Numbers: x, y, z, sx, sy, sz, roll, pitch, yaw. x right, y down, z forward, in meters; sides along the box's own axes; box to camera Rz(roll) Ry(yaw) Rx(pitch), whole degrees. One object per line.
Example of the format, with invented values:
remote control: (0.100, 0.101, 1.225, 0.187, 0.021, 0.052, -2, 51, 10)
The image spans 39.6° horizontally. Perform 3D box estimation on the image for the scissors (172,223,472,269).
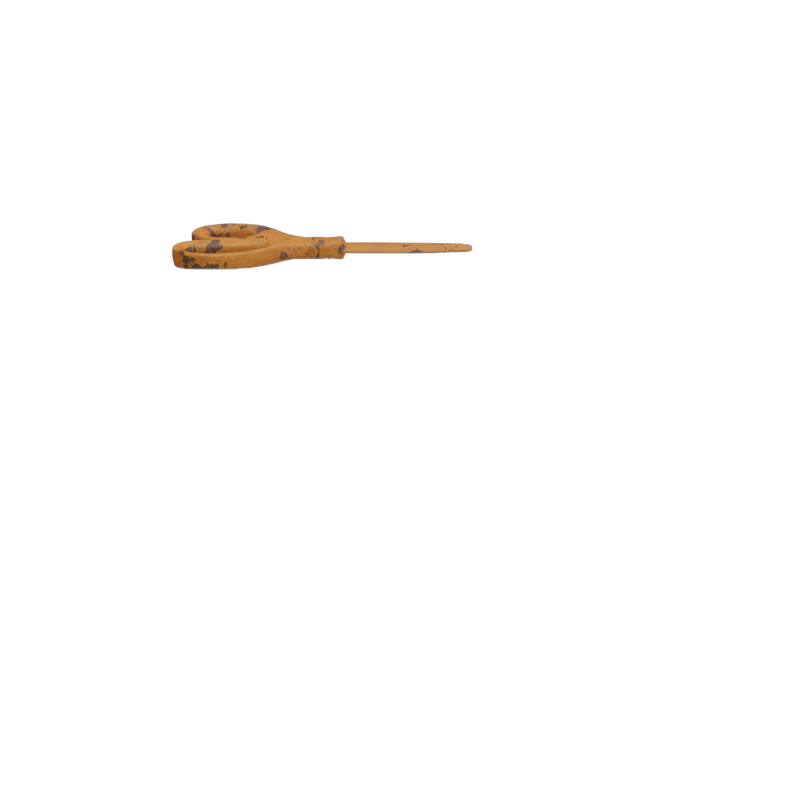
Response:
scissors: (-0.061, -0.111, 0.779, 0.198, 0.015, 0.102, -6, 22, -15)
